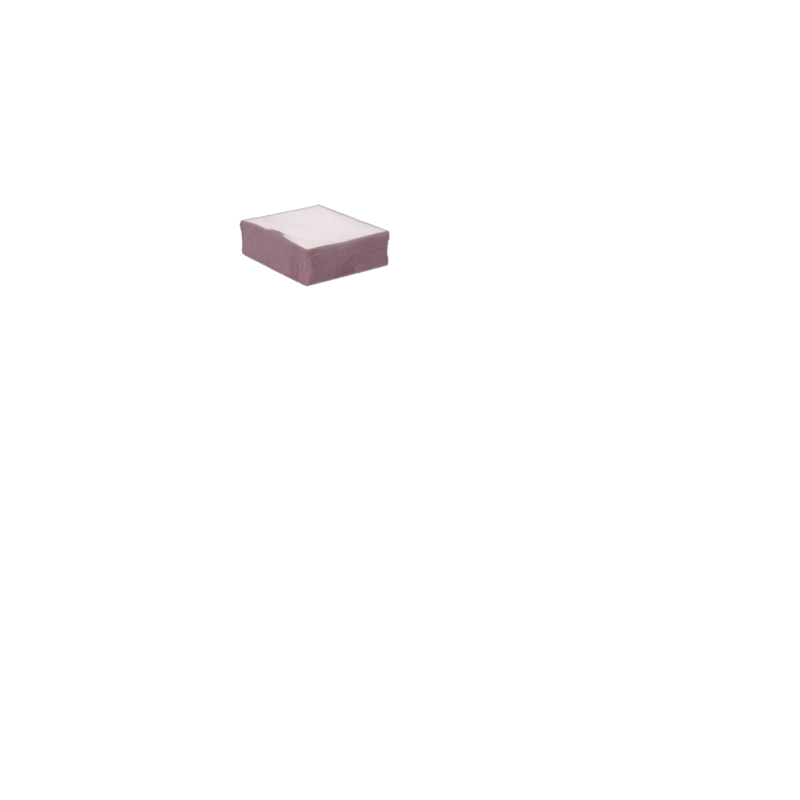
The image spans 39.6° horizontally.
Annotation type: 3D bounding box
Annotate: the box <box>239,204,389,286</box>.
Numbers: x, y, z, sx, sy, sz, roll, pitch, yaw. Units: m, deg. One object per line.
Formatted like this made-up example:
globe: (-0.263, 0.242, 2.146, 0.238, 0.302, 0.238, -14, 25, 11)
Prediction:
box: (-0.063, -0.115, 0.805, 0.072, 0.029, 0.095, -17, 30, -33)
